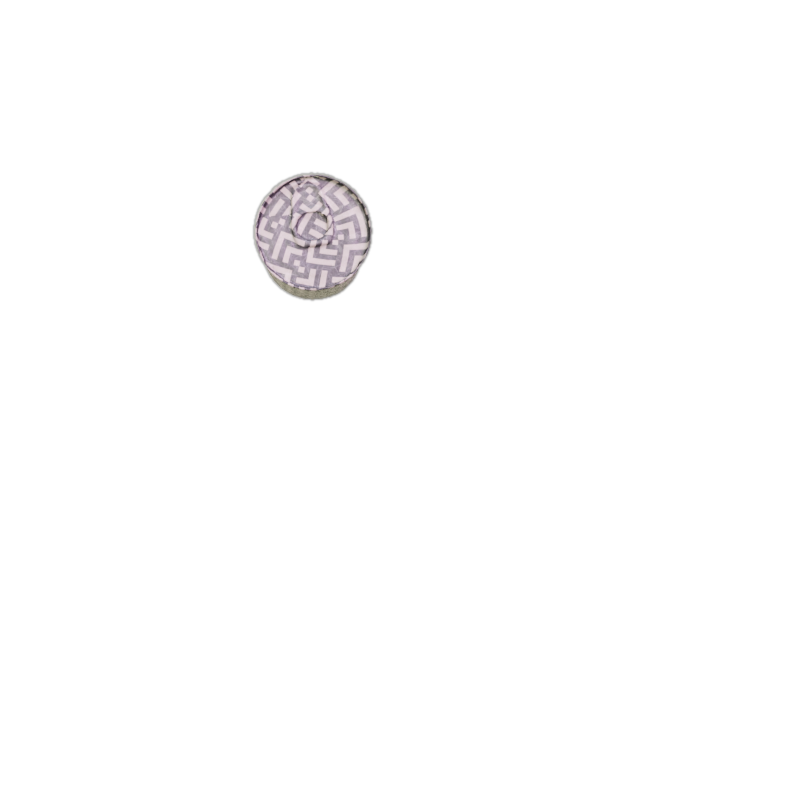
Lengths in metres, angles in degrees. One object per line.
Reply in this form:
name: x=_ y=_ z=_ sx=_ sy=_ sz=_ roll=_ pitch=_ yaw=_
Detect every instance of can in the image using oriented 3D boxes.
can: x=-0.054 y=-0.098 z=0.687 sx=0.068 sy=0.069 sz=0.102 roll=0 pitch=-1 yaw=-3
